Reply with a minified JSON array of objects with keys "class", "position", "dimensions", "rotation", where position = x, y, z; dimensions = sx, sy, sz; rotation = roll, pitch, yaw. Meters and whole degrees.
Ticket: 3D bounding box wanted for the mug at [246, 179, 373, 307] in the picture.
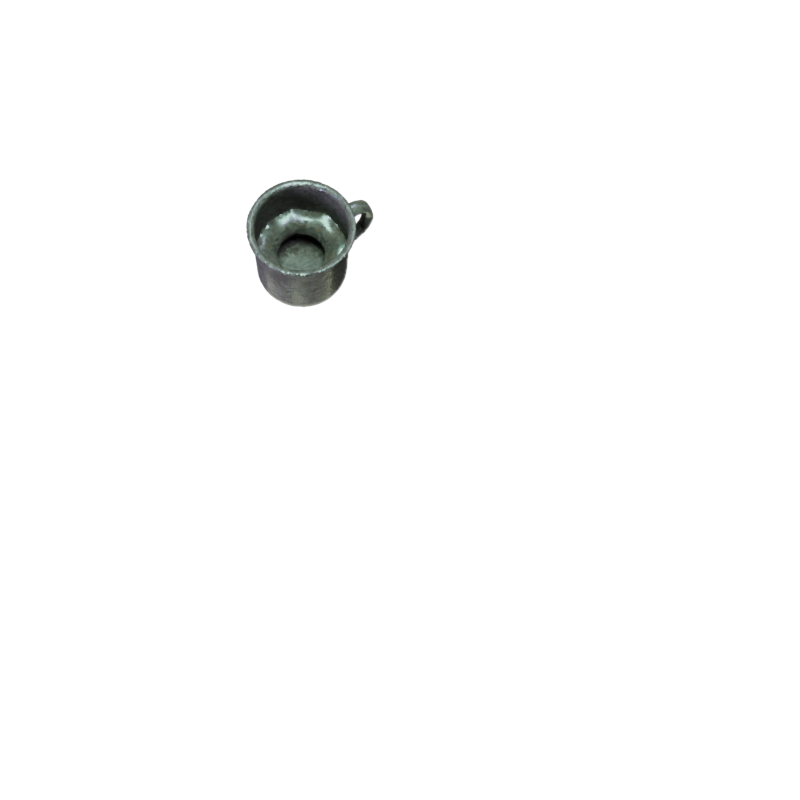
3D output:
[{"class":"mug","position":[-0.076,-0.139,0.973],"dimensions":[0.117,0.098,0.077],"rotation":[-31,-20,-14]}]
